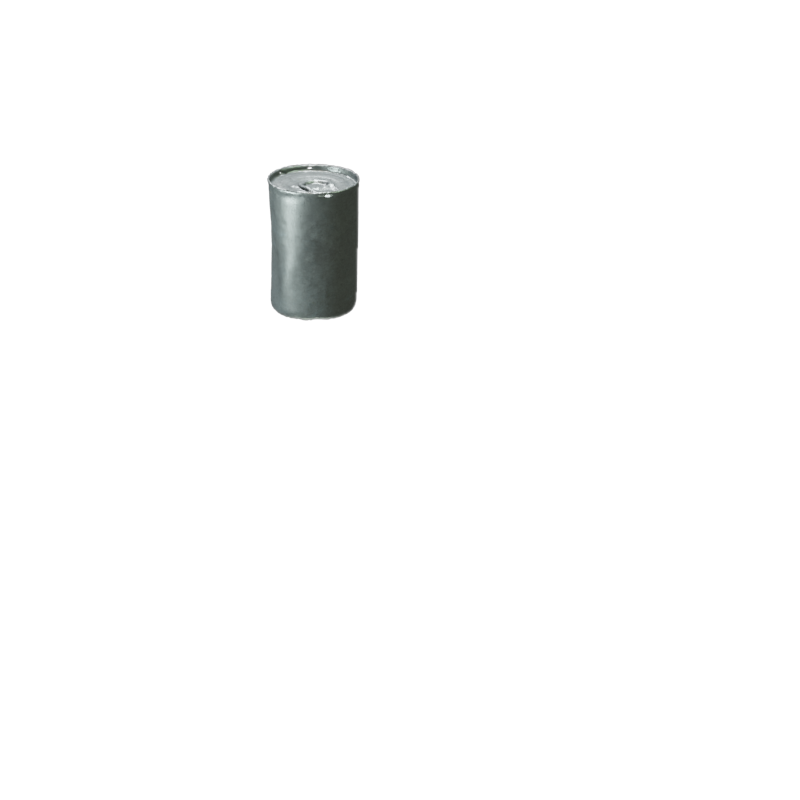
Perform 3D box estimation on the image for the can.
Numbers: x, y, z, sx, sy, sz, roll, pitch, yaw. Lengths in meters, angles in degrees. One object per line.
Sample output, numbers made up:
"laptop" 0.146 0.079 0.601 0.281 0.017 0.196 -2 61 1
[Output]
"can" -0.065 -0.119 0.833 0.068 0.097 0.072 0 24 -2
